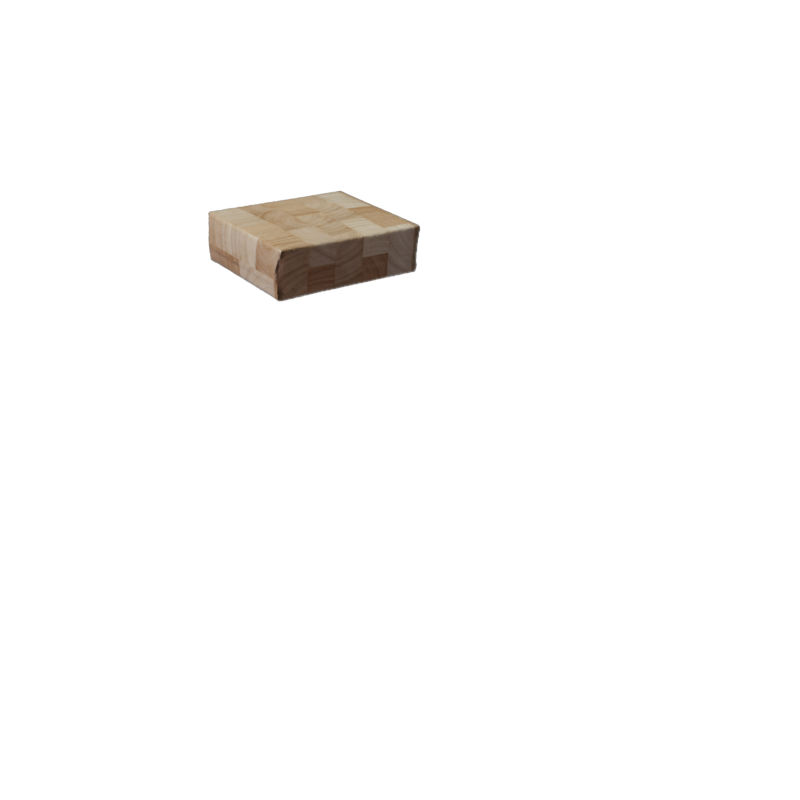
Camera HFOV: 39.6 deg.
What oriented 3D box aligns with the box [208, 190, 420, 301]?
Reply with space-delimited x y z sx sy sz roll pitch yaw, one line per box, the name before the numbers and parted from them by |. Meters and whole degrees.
box | -0.058 -0.105 0.735 0.111 0.037 0.096 -18 31 -33
